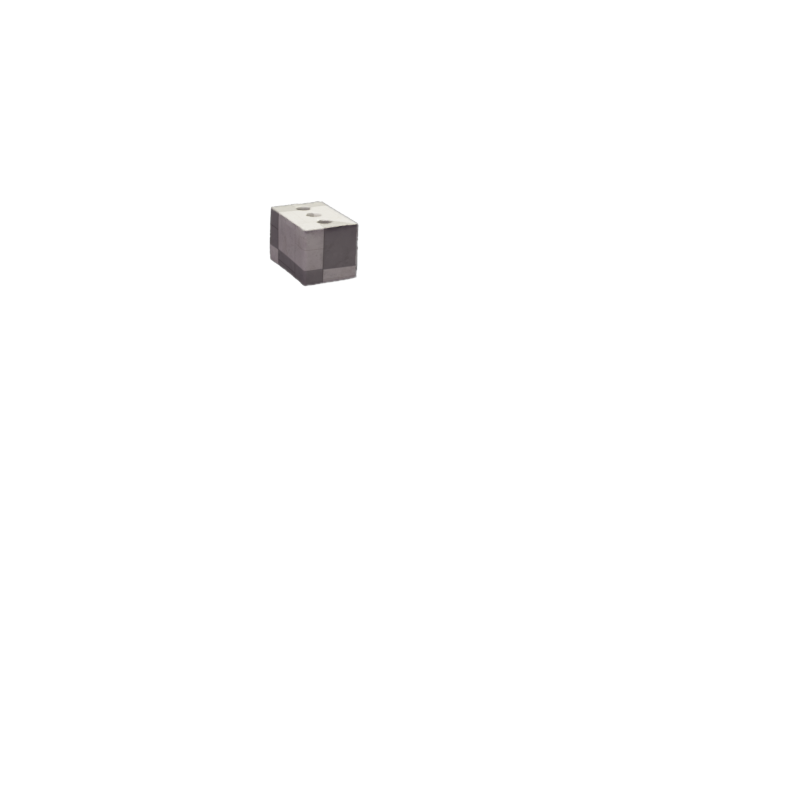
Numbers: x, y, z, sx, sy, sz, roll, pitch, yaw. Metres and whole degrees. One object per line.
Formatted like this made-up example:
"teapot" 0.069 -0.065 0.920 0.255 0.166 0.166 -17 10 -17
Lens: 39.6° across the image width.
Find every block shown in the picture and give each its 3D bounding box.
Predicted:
"block" -0.076 -0.139 0.972 0.052 0.049 0.083 -10 26 -25
